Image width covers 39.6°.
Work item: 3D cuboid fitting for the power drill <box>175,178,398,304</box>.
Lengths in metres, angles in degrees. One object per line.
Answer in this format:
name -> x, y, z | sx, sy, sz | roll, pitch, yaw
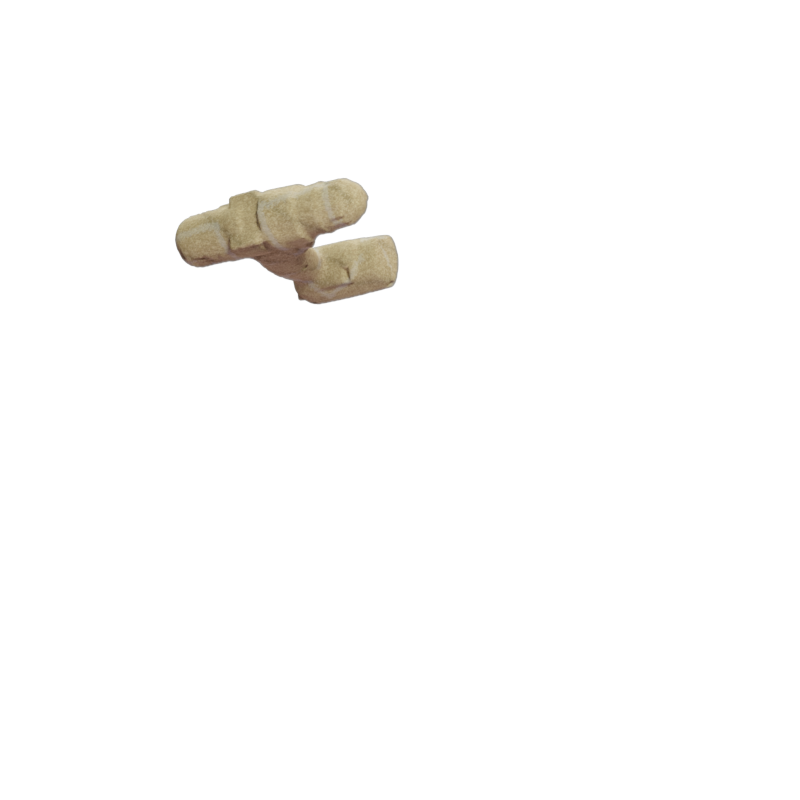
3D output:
power drill -> -0.077, -0.141, 0.985 | 0.189, 0.060, 0.176 | -7, -15, 30
